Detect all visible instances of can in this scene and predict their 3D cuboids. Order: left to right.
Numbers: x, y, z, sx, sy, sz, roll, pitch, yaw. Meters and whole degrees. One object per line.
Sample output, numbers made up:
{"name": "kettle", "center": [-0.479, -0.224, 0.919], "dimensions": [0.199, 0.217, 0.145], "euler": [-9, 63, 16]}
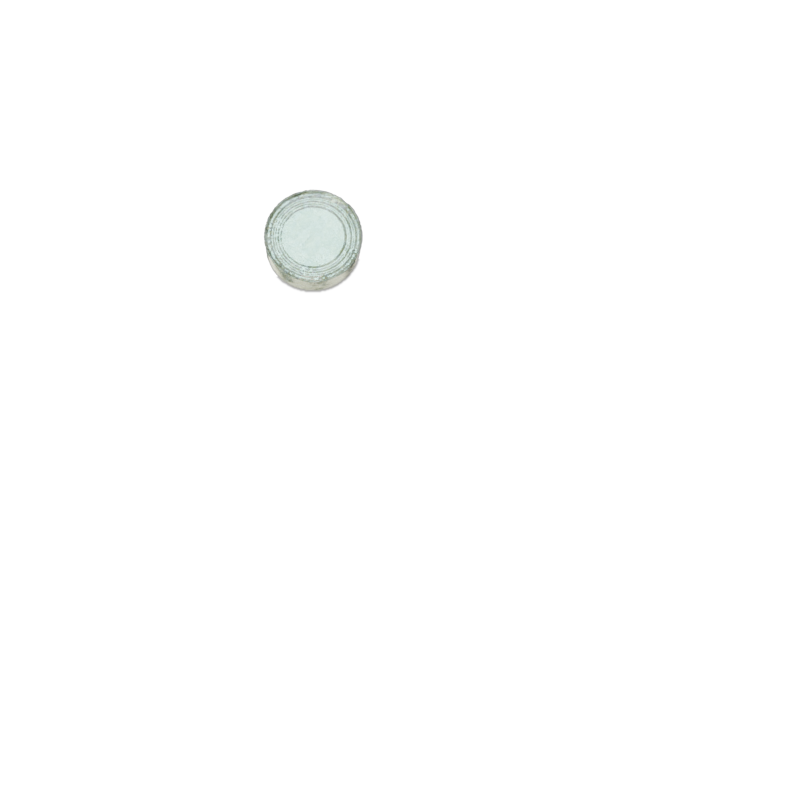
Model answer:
{"name": "can", "center": [-0.077, -0.140, 0.979], "dimensions": [0.086, 0.090, 0.032], "euler": [-1, -19, -1]}
